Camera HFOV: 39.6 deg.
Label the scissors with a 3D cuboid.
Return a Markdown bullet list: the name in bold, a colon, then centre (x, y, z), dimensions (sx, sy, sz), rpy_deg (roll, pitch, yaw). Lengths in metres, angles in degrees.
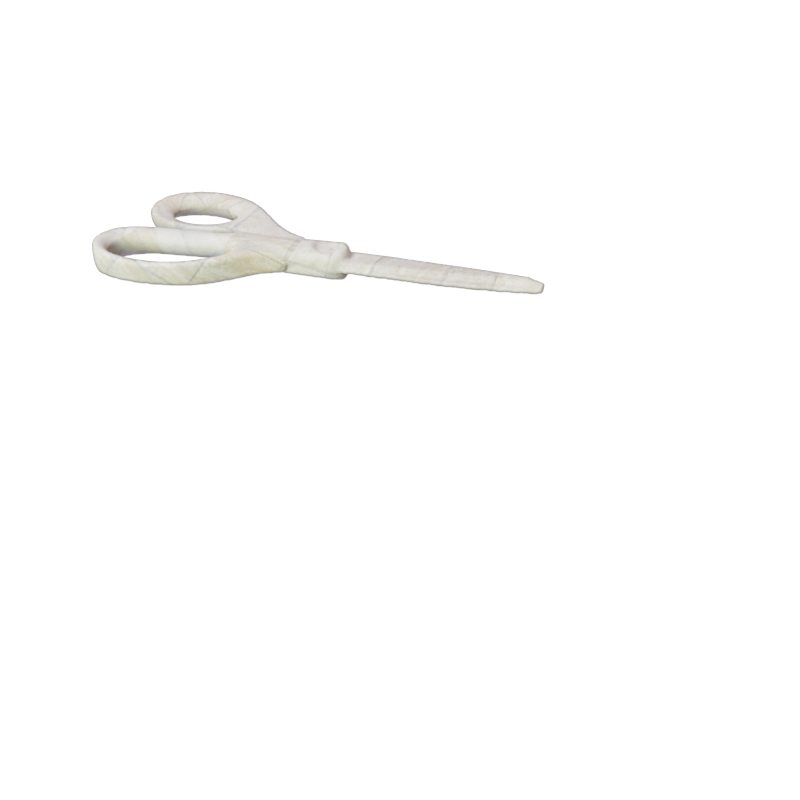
- **scissors**: centre (-0.041, -0.074, 0.520), dimensions (0.202, 0.015, 0.102), rpy_deg (1, 31, 1)
